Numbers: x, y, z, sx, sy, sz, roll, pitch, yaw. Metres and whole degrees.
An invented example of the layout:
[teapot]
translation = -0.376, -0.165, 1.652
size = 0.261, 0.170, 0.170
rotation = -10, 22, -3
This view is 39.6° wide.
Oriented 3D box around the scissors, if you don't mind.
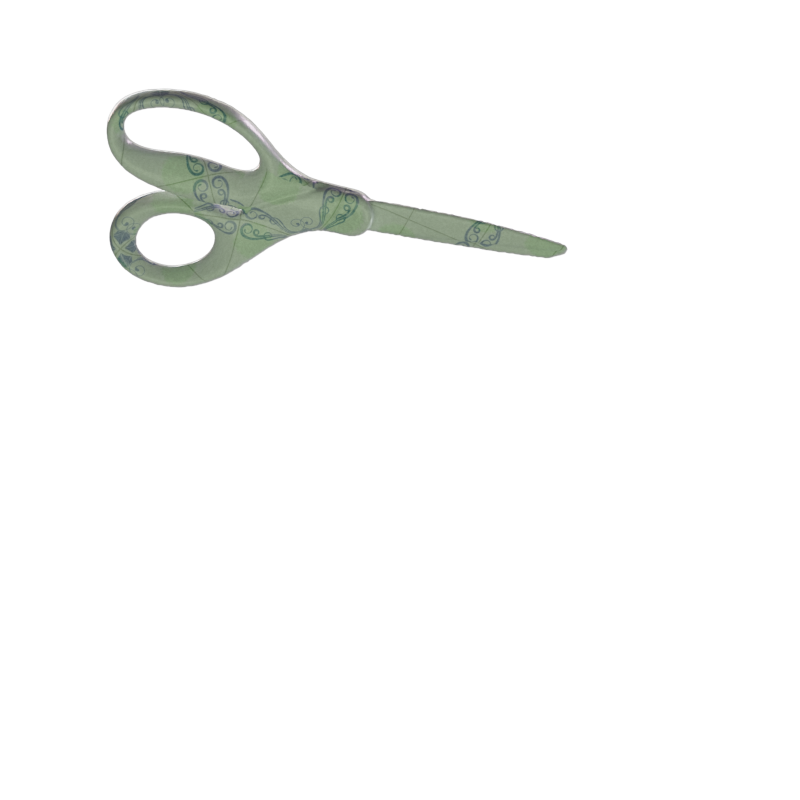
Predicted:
[scissors]
translation = -0.038, -0.069, 0.481
size = 0.196, 0.093, 0.017
rotation = 24, 26, -13
